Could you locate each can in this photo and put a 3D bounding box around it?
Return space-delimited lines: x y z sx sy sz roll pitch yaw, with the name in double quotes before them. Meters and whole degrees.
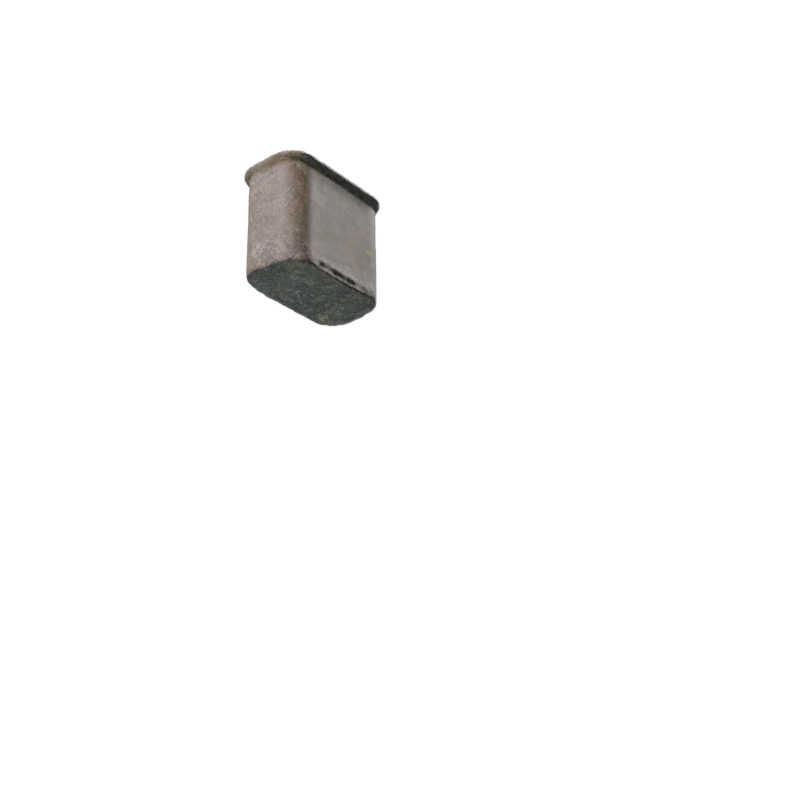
"can" -0.059 -0.108 0.755 0.058 0.089 0.095 -22 -34 34
